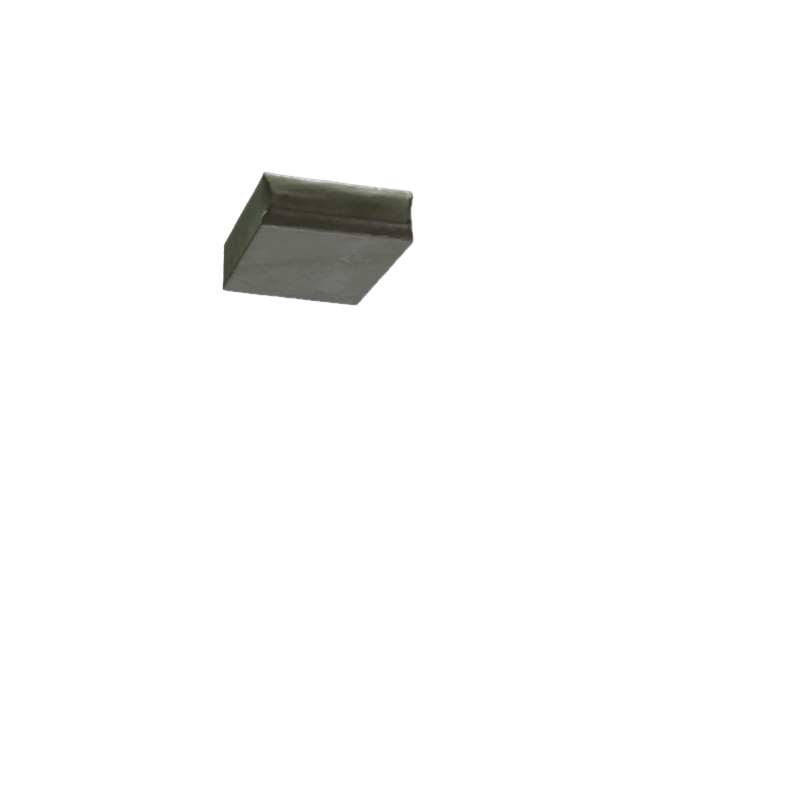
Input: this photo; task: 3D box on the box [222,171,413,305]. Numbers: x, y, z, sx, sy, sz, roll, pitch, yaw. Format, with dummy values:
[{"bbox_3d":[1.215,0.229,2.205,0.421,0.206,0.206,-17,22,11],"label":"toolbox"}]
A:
[{"bbox_3d":[-0.042,-0.077,0.539,0.071,0.032,0.087,6,-19,-17],"label":"box"}]
